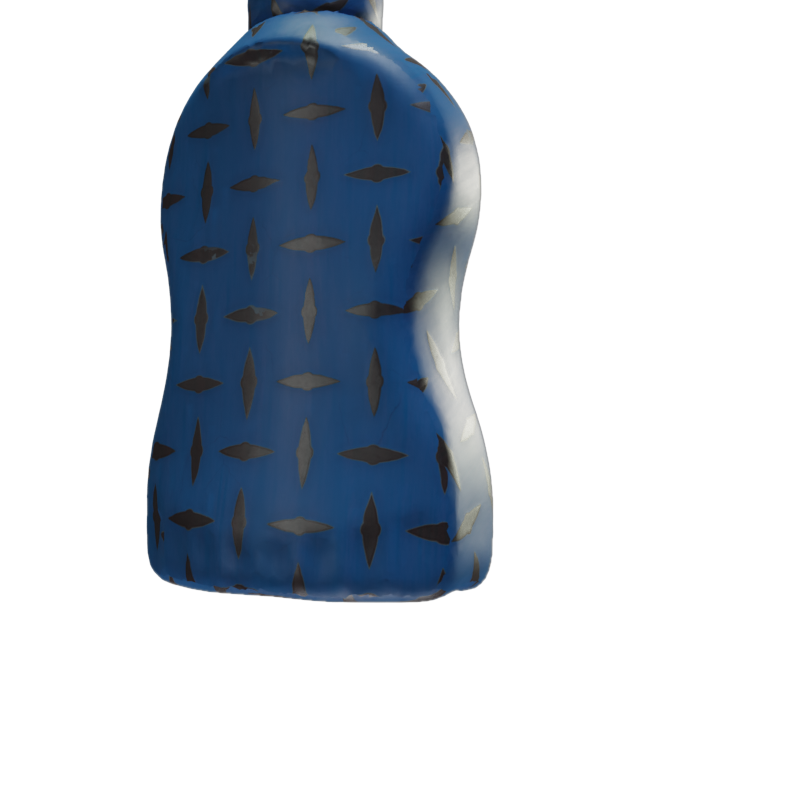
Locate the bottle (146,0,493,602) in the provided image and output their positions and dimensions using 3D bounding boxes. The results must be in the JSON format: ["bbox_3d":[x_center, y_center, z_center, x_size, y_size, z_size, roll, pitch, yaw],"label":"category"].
[{"bbox_3d":[-0.025,-0.045,0.319,0.099,0.196,0.055,-6,-11,30],"label":"bottle"}]
